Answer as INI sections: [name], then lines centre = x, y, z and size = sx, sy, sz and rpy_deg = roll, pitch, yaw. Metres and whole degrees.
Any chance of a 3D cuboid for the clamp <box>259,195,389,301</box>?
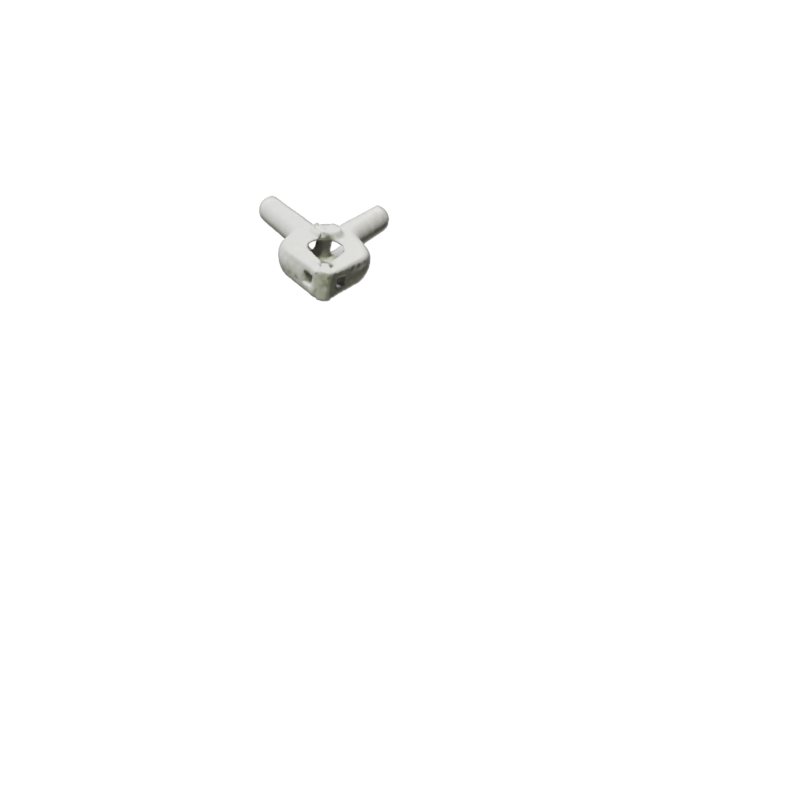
[clamp]
centre = -0.077, -0.140, 0.978
size = 0.121, 0.037, 0.179
rpy_deg = 3, 28, 5
